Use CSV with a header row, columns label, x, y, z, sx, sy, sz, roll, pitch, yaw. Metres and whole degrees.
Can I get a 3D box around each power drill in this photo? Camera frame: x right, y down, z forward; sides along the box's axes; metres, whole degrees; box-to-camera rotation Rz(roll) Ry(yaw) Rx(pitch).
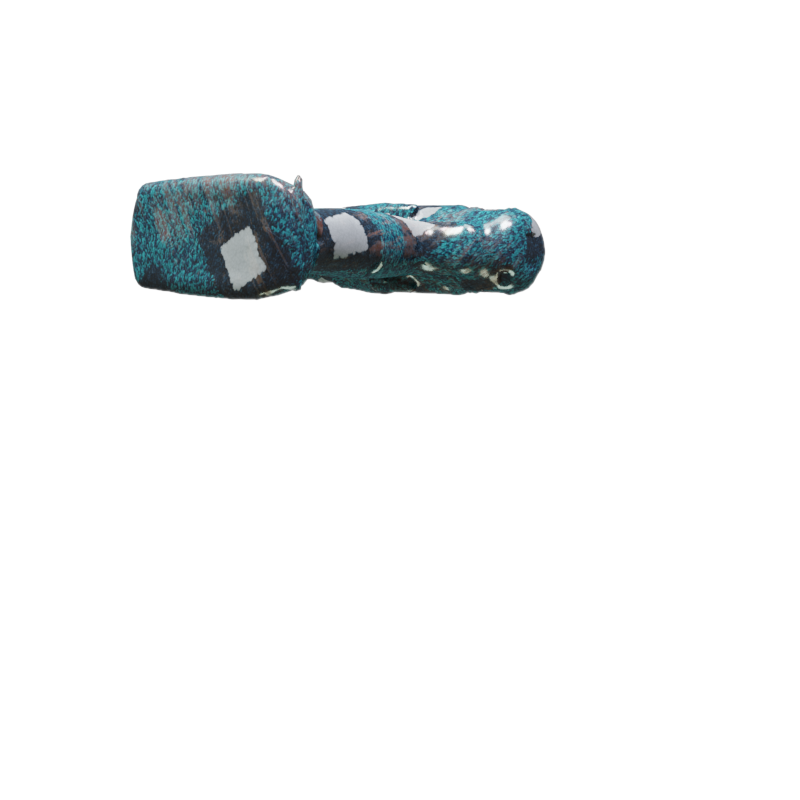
label,x,y,z,sx,sy,sz,roll,pitch,yaw
power drill,-0.046,-0.084,0.585,0.192,0.057,0.181,5,8,41
